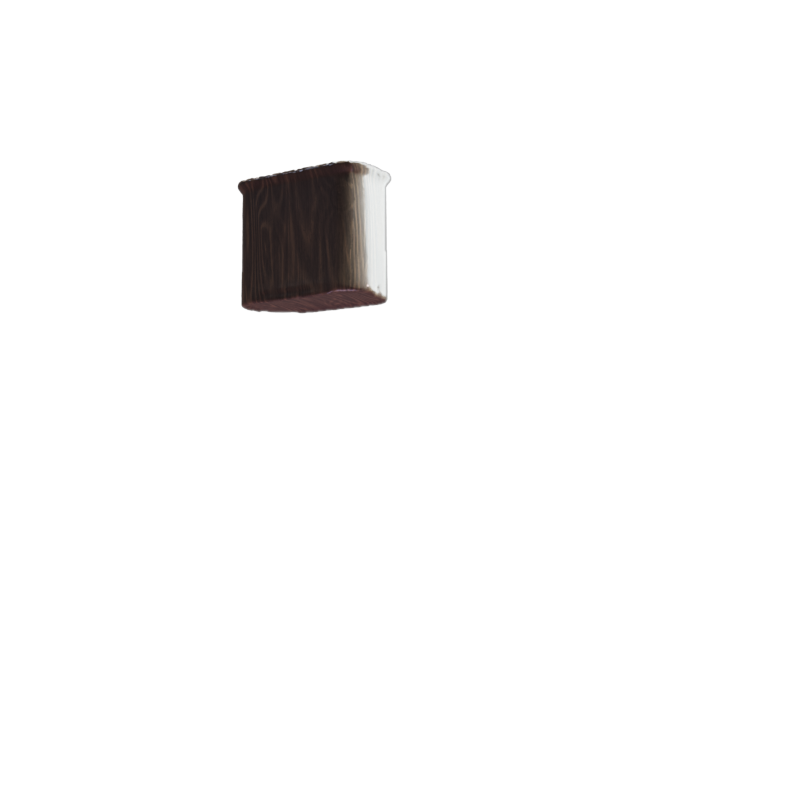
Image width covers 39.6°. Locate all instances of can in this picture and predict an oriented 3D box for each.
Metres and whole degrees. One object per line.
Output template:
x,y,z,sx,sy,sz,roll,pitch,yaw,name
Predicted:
-0.056,-0.103,0.723,0.105,0.086,0.054,-6,-12,31,can
